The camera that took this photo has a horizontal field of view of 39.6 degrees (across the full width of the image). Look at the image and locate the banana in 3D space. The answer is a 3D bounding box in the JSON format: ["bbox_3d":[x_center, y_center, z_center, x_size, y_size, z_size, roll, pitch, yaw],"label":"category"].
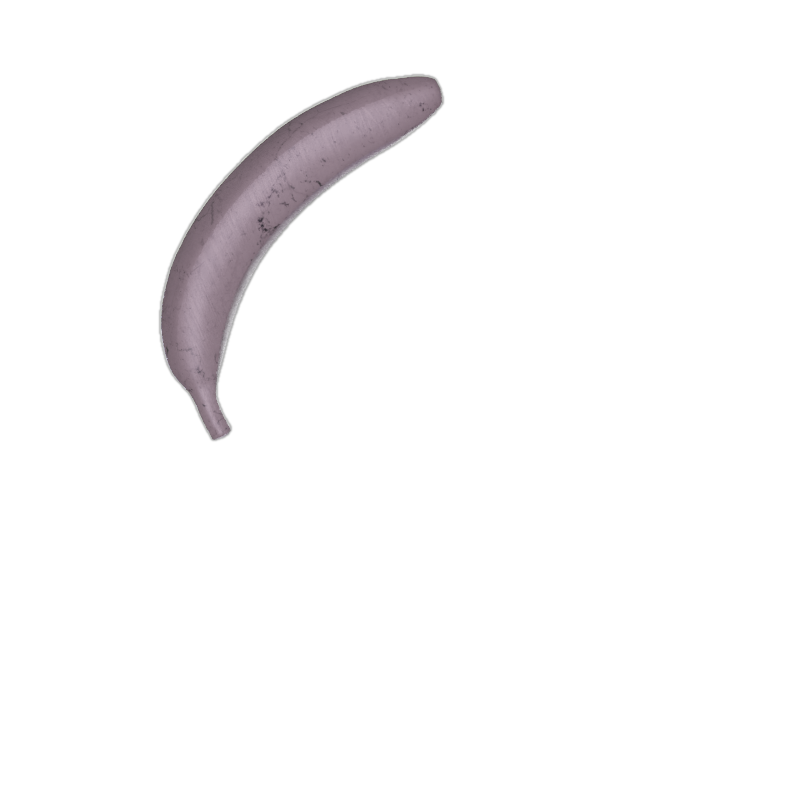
[{"bbox_3d":[-0.059,-0.082,0.526,0.069,0.197,0.037,33,2,-3],"label":"banana"}]
